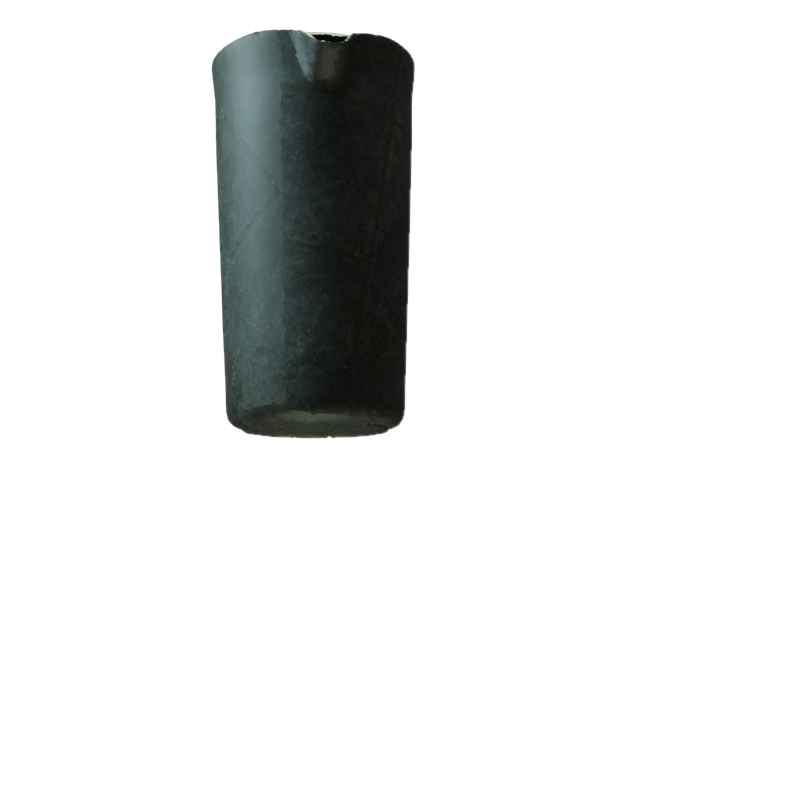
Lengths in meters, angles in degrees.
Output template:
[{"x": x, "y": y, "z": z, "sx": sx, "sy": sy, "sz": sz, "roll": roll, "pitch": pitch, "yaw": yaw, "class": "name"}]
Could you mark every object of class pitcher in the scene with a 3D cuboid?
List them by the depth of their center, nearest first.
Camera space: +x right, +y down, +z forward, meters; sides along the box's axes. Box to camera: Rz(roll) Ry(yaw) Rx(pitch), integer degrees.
[{"x": -0.055, "y": -0.101, "z": 0.708, "sx": 0.148, "sy": 0.251, "sz": 0.141, "roll": -9, "pitch": -16, "yaw": 33, "class": "pitcher"}]
